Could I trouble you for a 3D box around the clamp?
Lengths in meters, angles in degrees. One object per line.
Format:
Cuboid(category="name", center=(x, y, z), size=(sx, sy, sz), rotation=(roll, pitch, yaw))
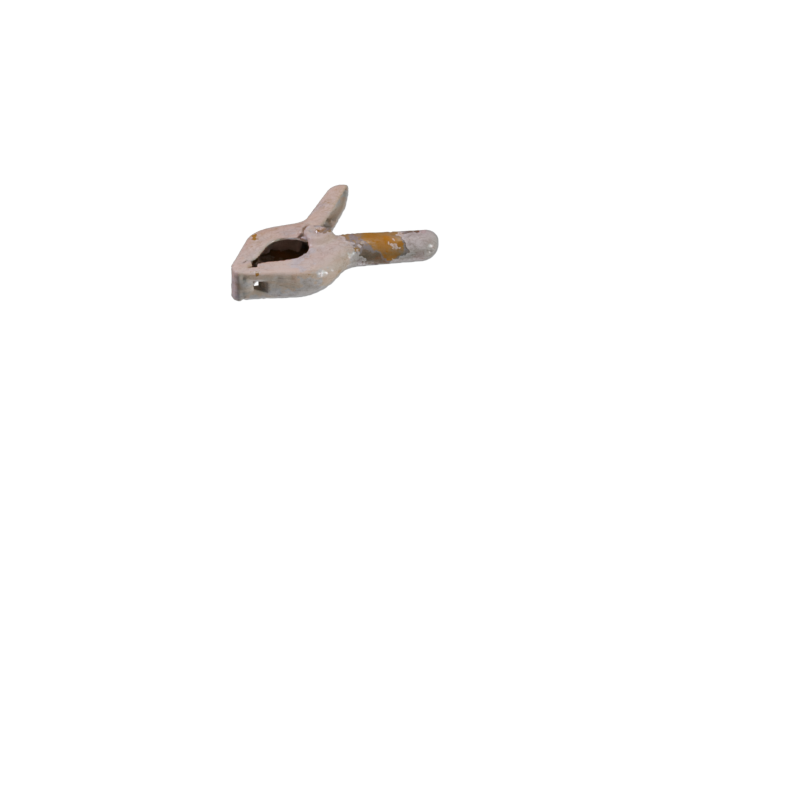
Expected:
Cuboid(category="clamp", center=(-0.069, -0.126, 0.882), size=(0.169, 0.037, 0.129), rotation=(-19, 36, -29))
